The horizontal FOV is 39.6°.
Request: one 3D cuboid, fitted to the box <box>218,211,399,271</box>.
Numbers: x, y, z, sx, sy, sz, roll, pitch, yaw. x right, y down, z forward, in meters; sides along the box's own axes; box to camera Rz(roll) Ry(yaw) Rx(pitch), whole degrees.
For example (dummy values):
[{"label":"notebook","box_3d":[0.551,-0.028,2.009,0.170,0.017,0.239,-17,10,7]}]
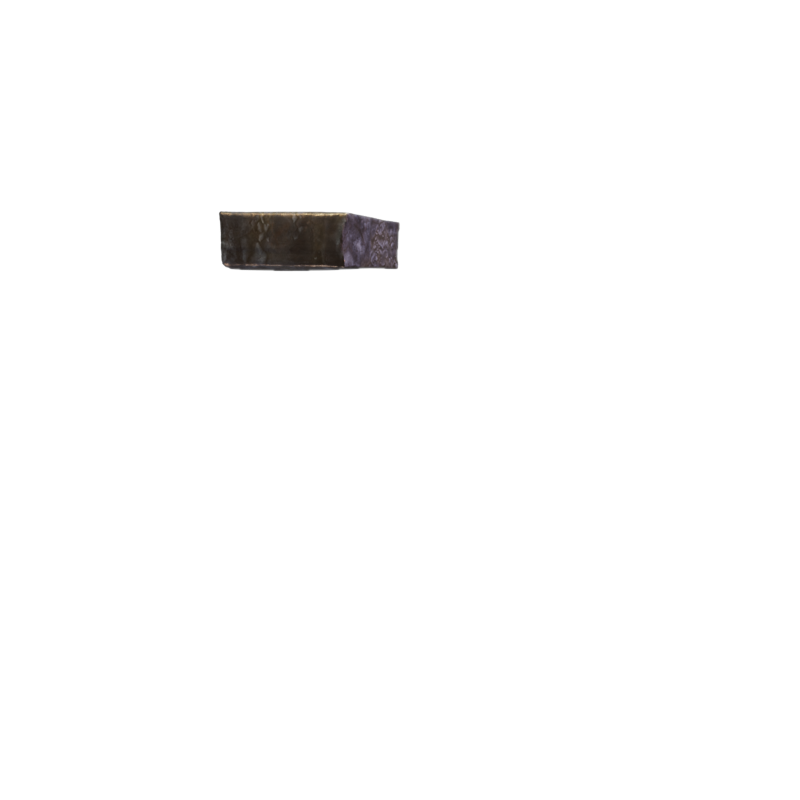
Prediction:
[{"label":"box","box_3d":[-0.059,-0.107,0.747,0.092,0.039,0.112,2,7,19]}]
